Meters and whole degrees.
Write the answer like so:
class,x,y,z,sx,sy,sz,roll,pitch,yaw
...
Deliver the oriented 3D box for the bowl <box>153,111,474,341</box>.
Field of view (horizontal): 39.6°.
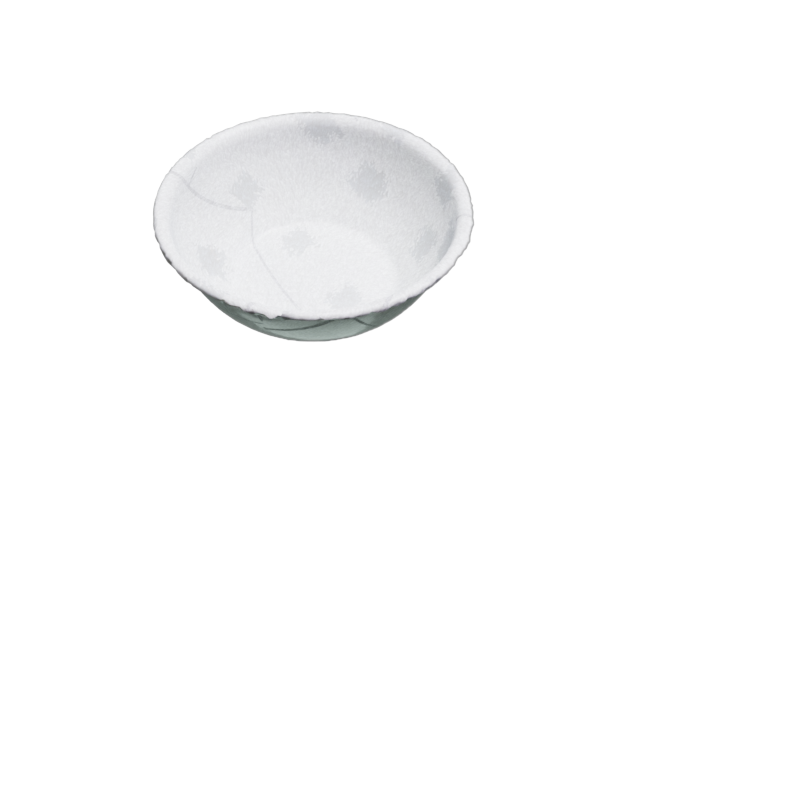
class,x,y,z,sx,sy,sz,roll,pitch,yaw
bowl,-0.045,-0.082,0.576,0.162,0.174,0.051,-1,-44,-1
